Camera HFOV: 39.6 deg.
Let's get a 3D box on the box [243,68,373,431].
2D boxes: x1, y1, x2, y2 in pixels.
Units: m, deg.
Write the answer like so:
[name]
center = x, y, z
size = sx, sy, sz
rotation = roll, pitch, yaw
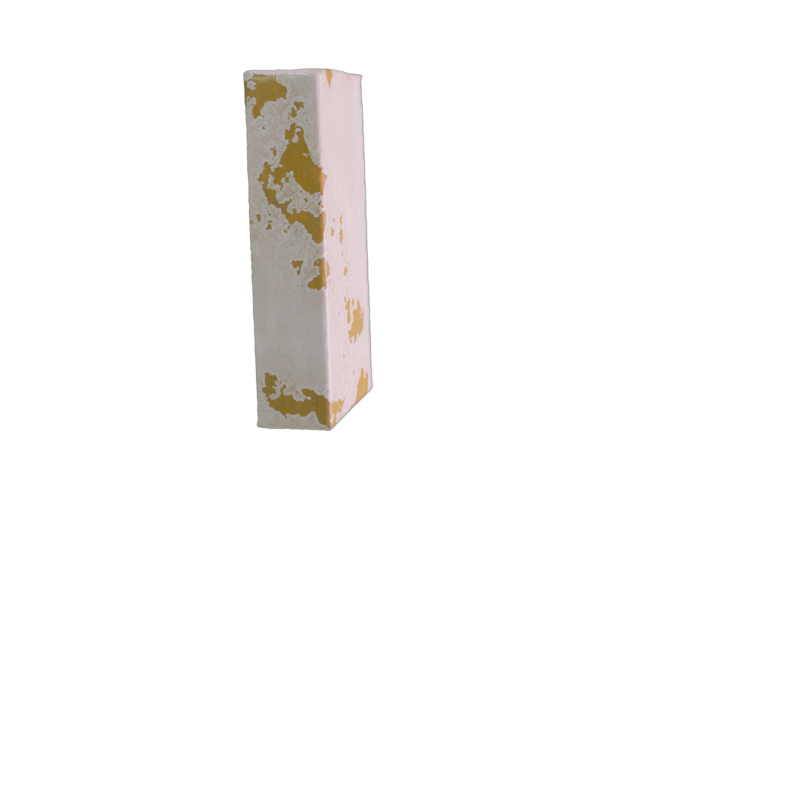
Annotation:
[box]
center = -0.045, -0.082, 0.576
size = 0.049, 0.173, 0.093
rotation = 2, 9, 12
